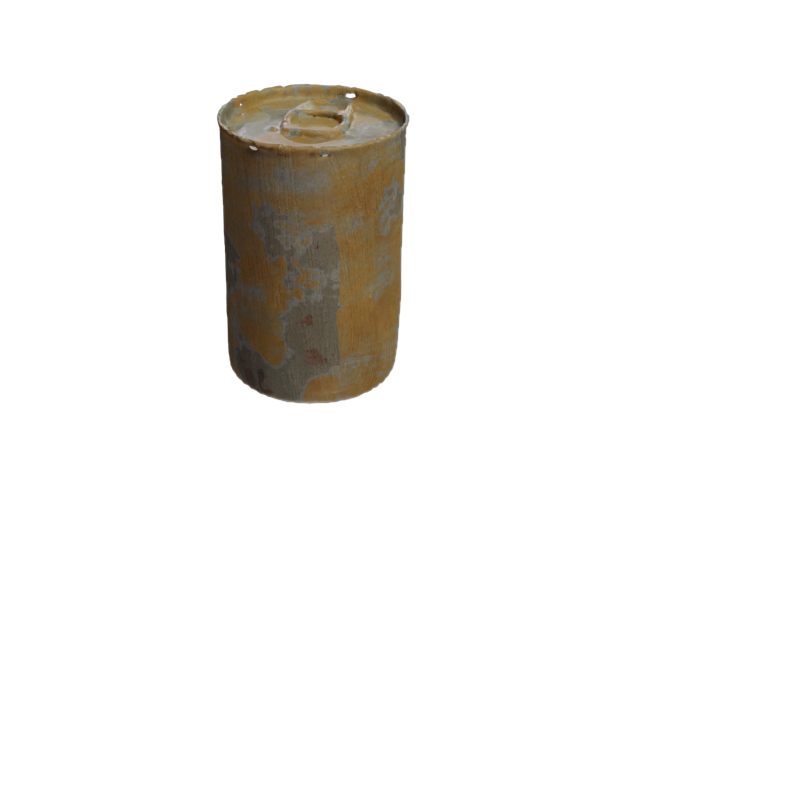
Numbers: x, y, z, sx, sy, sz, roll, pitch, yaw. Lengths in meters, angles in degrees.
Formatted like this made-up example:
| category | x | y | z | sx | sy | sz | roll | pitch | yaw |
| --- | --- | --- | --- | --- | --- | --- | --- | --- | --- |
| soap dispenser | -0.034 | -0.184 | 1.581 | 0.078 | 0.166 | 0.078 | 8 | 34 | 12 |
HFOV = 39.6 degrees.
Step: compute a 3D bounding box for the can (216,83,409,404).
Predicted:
| category | x | y | z | sx | sy | sz | roll | pitch | yaw |
| --- | --- | --- | --- | --- | --- | --- | --- | --- | --- |
| can | -0.032 | -0.059 | 0.414 | 0.068 | 0.096 | 0.073 | 0 | 30 | -2 |
